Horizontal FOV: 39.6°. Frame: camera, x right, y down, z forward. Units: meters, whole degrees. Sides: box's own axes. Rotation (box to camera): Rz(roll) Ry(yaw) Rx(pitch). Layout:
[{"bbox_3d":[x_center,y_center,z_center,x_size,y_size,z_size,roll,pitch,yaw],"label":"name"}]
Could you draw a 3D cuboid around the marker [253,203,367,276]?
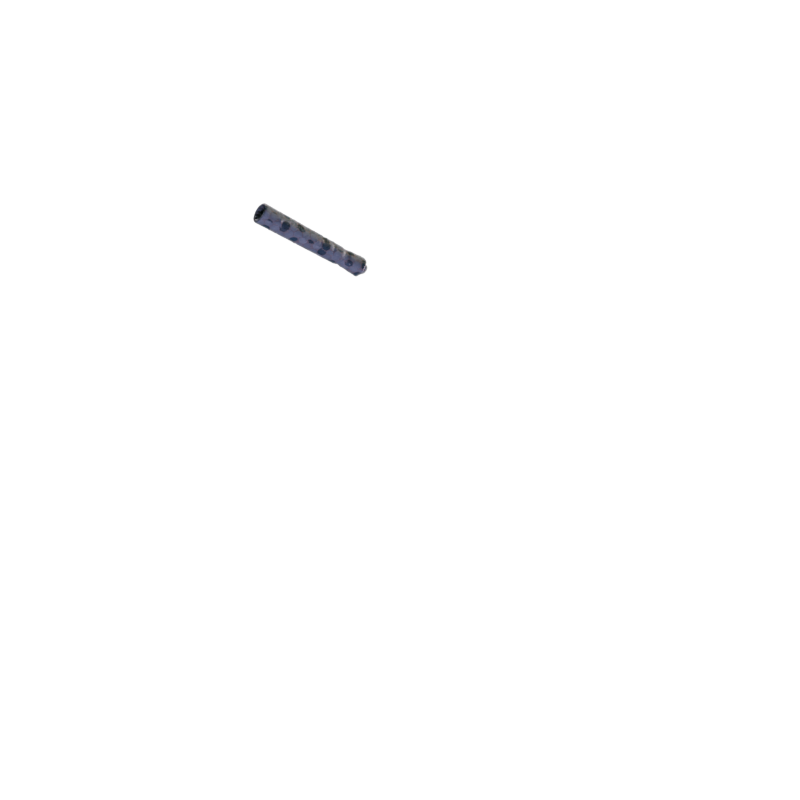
[{"bbox_3d":[-0.078,-0.142,0.994,0.114,0.020,0.020,26,-10,-29],"label":"marker"}]
